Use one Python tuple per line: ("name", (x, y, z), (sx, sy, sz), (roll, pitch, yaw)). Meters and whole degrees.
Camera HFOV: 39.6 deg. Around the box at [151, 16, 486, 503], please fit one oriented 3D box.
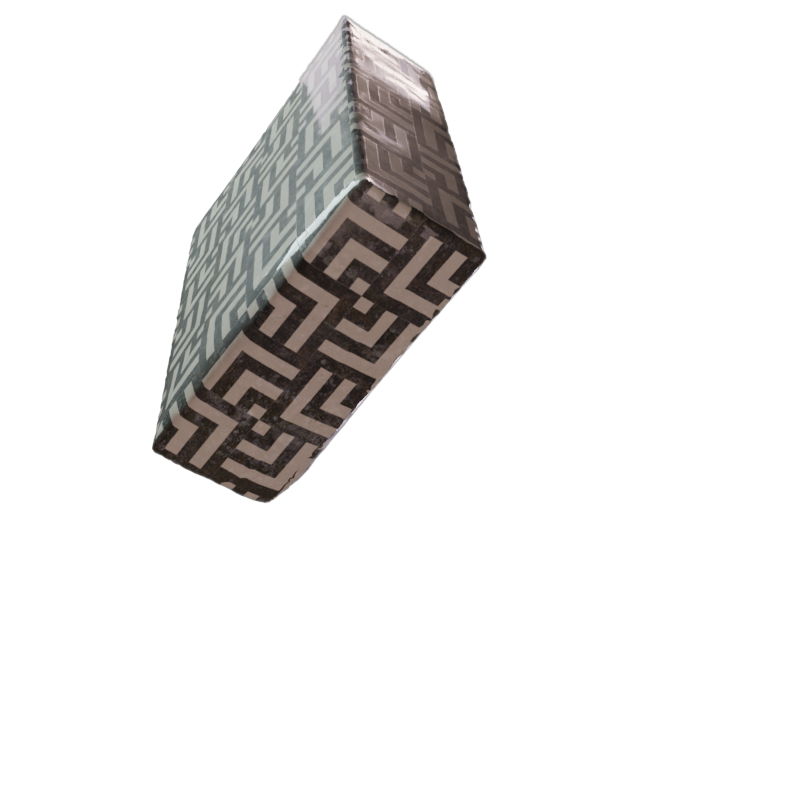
("box", (-0.044, -0.080, 0.558), (0.069, 0.160, 0.228), (31, 26, -22))
